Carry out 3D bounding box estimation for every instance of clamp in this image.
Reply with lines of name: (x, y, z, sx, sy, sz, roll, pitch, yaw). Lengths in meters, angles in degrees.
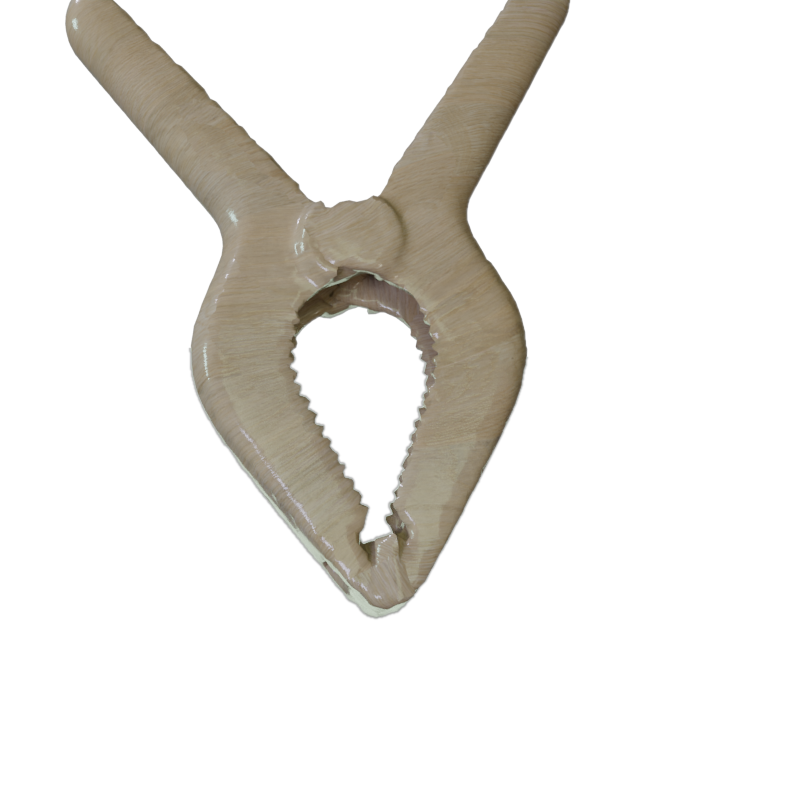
clamp: (-0.026, -0.047, 0.330, 0.164, 0.221, 0.034, 0, -23, 0)
